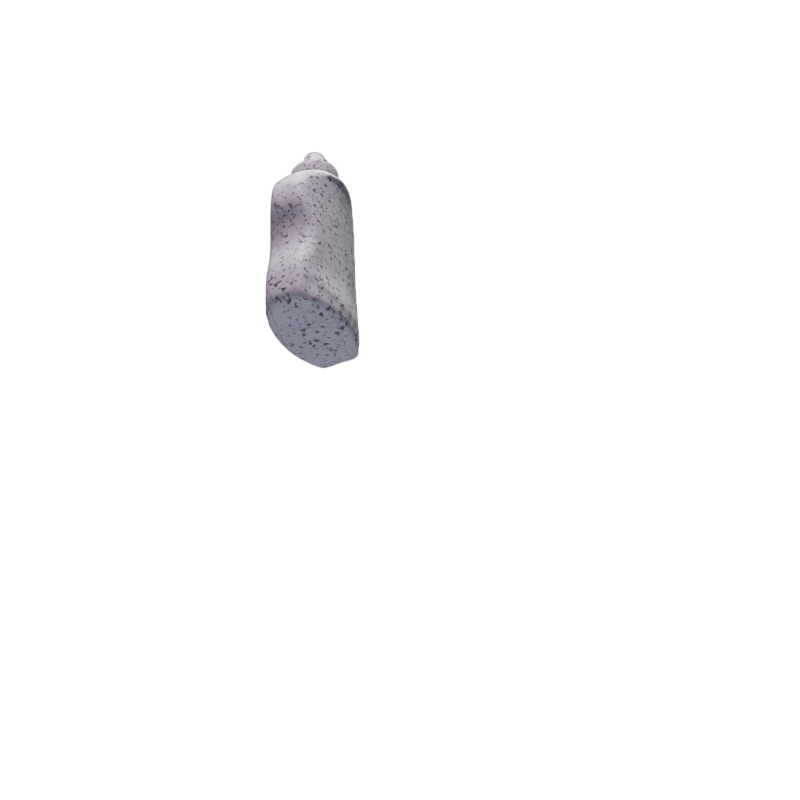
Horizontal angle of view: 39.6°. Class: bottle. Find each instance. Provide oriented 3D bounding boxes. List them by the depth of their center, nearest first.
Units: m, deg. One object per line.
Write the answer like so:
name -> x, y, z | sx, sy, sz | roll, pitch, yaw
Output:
bottle -> -0.070, -0.128, 0.896 | 0.059, 0.206, 0.089 | -21, -42, 21
